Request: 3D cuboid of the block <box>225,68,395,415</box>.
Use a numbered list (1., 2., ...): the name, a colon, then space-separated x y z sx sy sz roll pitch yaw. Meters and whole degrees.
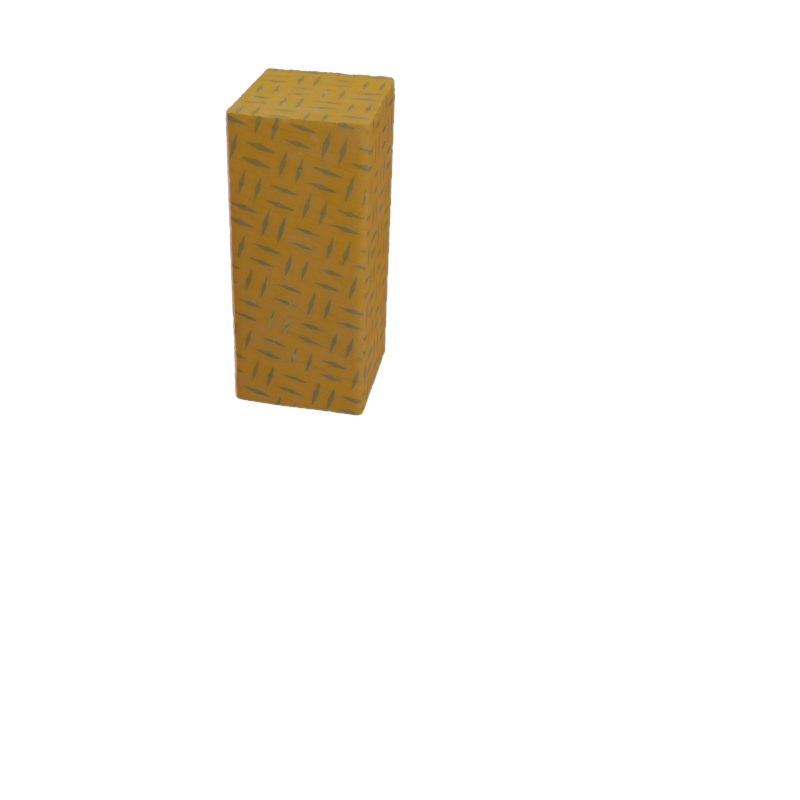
1. block: -0.057 -0.104 0.732 0.092 0.194 0.094 7 29 10
